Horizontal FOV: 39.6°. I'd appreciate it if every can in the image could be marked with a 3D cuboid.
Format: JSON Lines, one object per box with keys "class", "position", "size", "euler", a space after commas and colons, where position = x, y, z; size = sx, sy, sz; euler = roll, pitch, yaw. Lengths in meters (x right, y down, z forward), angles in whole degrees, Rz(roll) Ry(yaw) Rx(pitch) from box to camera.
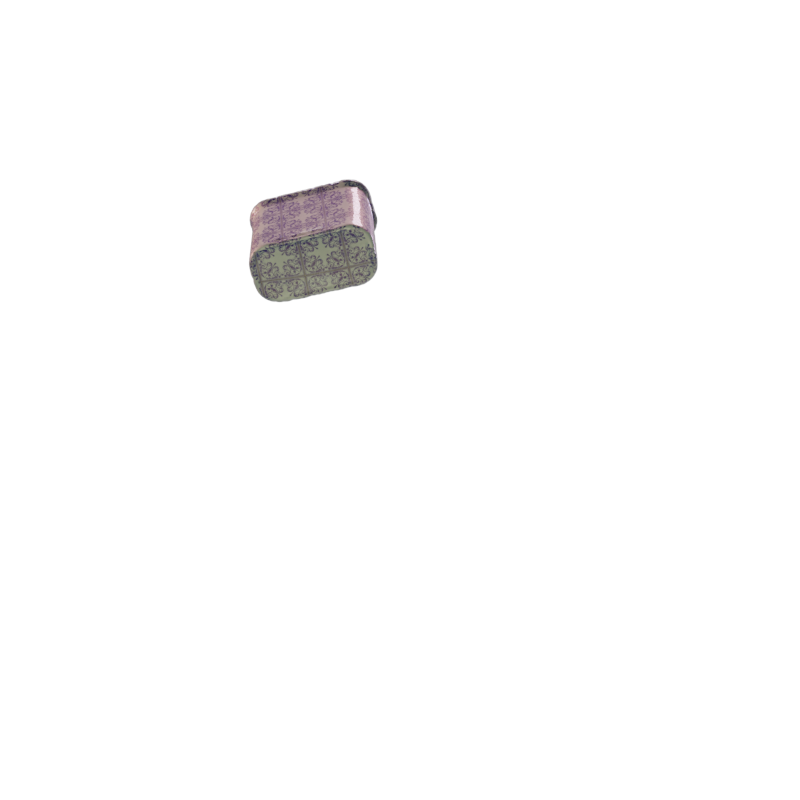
{"class": "can", "position": [-0.068, -0.125, 0.873], "size": [0.102, 0.054, 0.089], "euler": [-13, 30, 5]}
